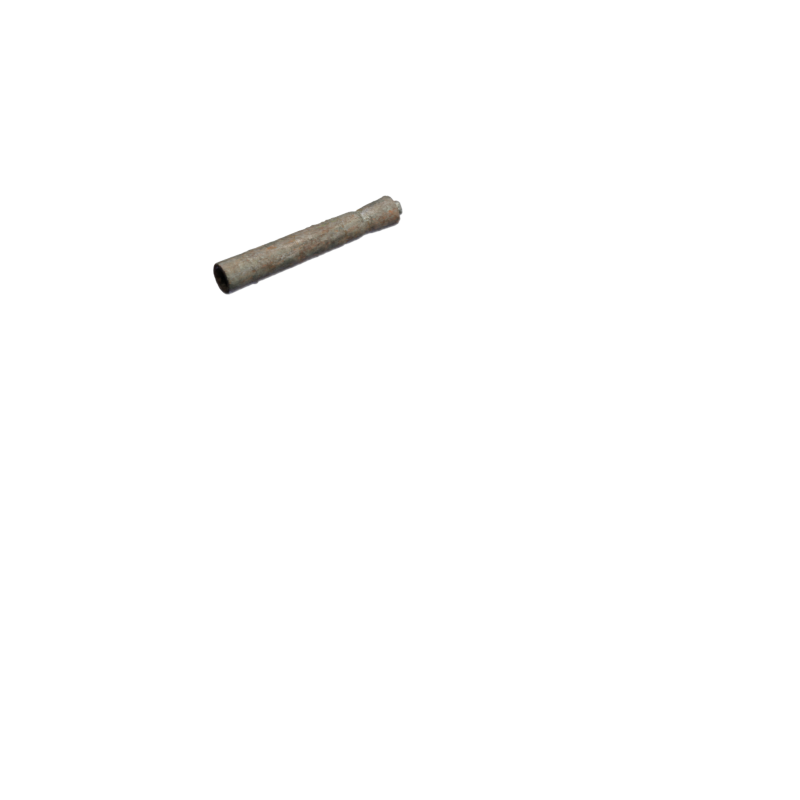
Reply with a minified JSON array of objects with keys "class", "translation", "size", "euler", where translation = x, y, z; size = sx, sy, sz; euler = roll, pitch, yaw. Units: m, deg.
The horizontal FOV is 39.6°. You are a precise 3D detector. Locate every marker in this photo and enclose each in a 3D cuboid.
[{"class":"marker","translation":[-0.049,-0.090,0.631],"size":[0.120,0.019,0.020],"euler":[-26,16,-26]}]
